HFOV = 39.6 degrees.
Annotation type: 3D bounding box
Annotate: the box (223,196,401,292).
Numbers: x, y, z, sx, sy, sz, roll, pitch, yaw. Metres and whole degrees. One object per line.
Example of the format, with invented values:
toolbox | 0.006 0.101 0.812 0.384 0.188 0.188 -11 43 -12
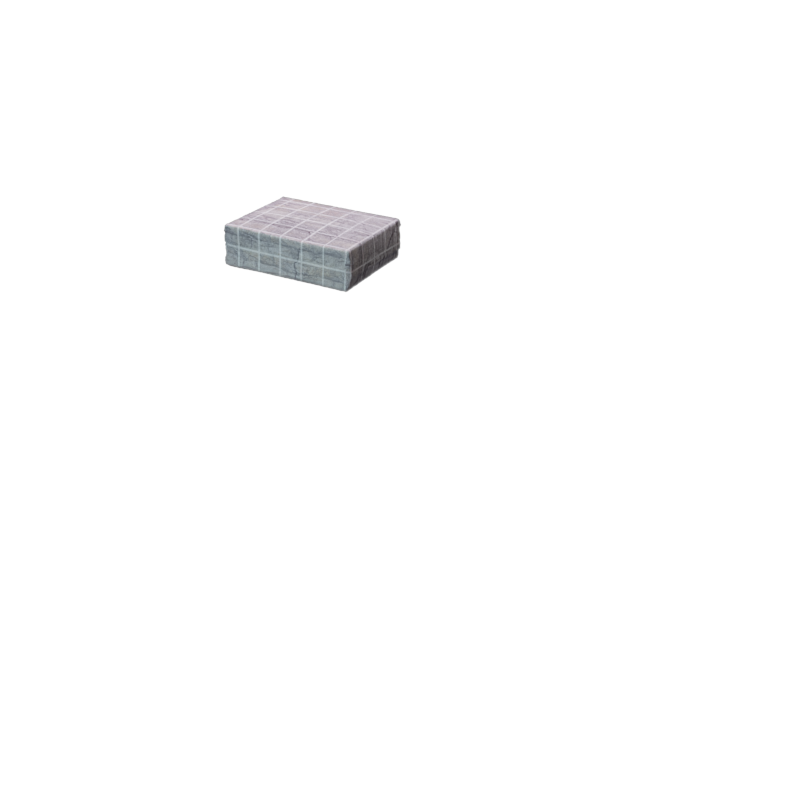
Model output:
box | -0.069 -0.125 0.876 0.118 0.037 0.090 12 27 25
